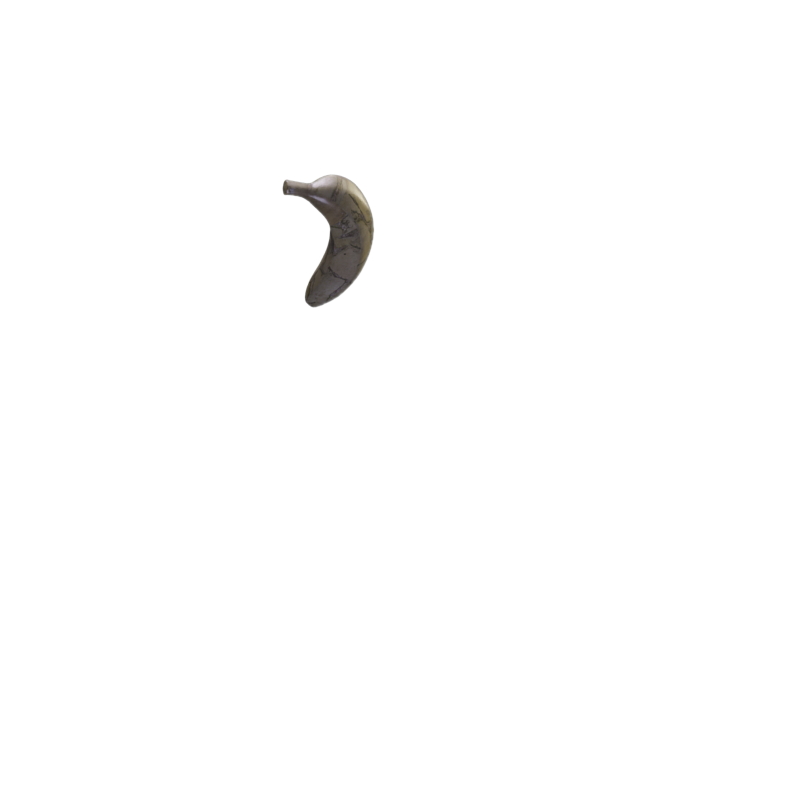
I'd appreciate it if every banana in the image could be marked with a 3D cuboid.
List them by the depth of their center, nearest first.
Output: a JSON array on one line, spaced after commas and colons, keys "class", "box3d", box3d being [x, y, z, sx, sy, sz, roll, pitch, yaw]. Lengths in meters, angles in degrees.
[{"class": "banana", "box3d": [-0.057, -0.139, 0.955, 0.070, 0.039, 0.185, -2, -28, 2]}]
